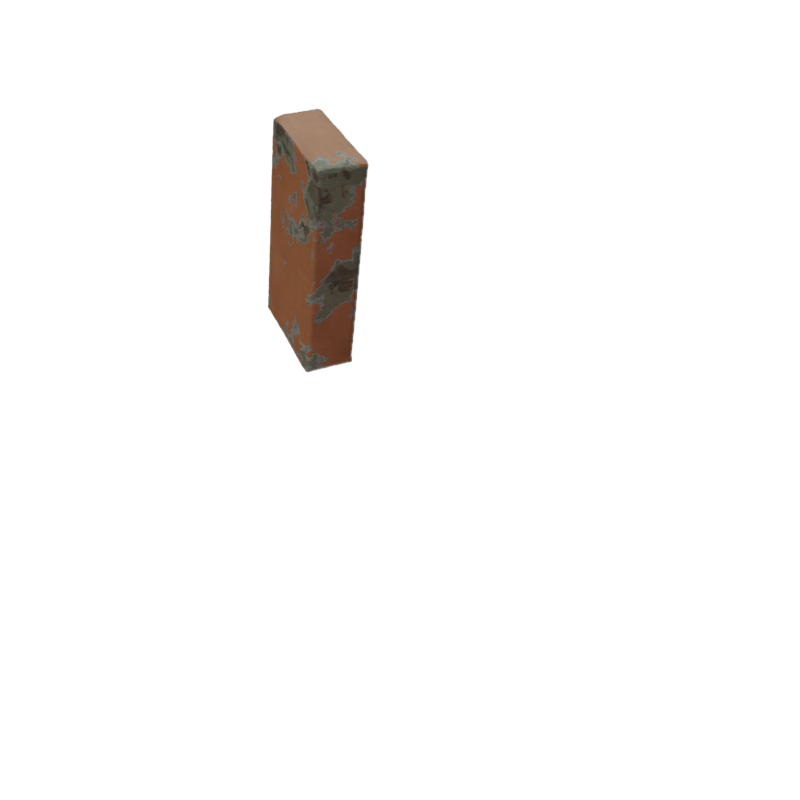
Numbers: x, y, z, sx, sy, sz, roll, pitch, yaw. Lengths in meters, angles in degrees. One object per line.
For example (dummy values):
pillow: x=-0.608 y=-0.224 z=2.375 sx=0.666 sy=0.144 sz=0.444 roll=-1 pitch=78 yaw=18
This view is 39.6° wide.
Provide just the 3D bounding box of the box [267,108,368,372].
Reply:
box: x=-0.065 y=-0.119 z=0.832 sx=0.047 sy=0.165 sz=0.101 roll=-12 pitch=39 yaw=-20
